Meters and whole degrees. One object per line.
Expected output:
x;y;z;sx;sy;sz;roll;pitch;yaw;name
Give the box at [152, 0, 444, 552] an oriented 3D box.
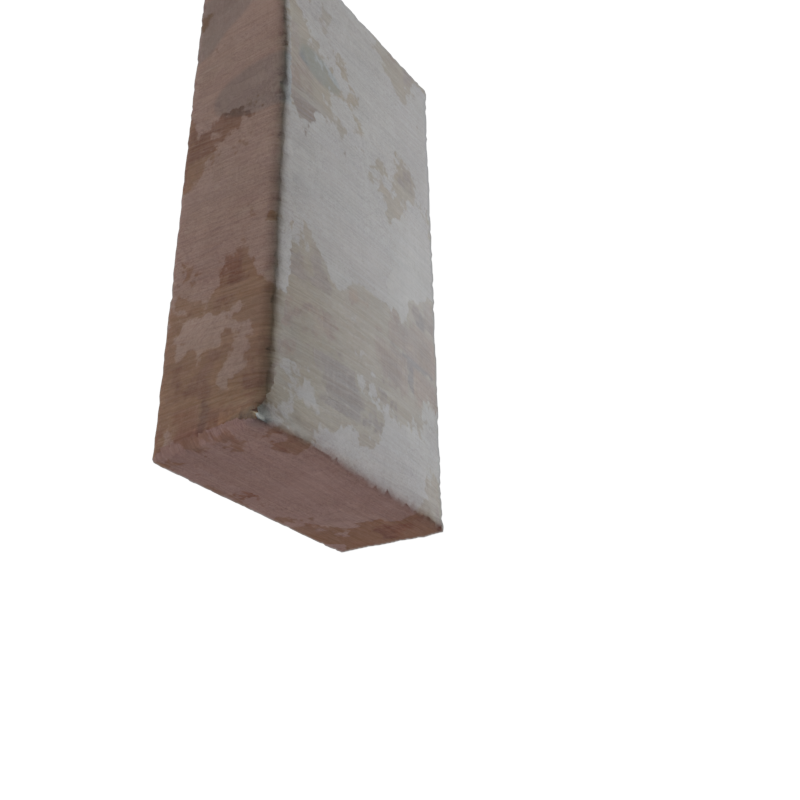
-0.029;-0.052;0.363;0.048;0.188;0.087;-22;-37;27;box
